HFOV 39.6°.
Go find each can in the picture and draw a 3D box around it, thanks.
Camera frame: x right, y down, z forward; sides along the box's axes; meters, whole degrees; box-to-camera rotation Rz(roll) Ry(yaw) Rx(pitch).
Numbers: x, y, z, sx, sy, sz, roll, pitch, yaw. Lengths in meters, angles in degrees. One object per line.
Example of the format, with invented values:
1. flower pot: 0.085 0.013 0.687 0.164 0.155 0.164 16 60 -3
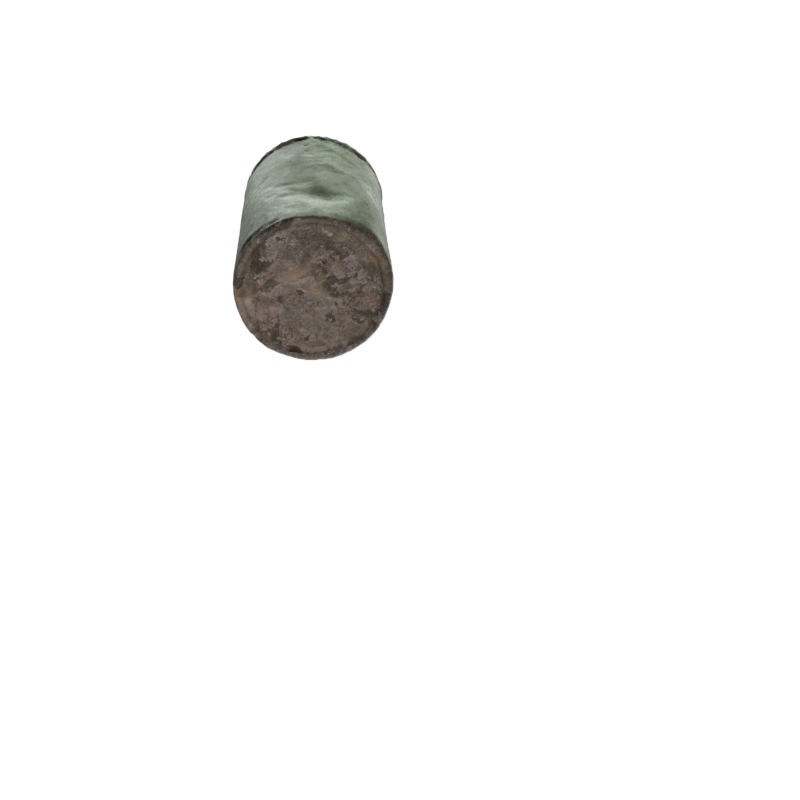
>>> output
1. can: -0.039 -0.071 0.499 0.068 0.065 0.108 0 28 -3
